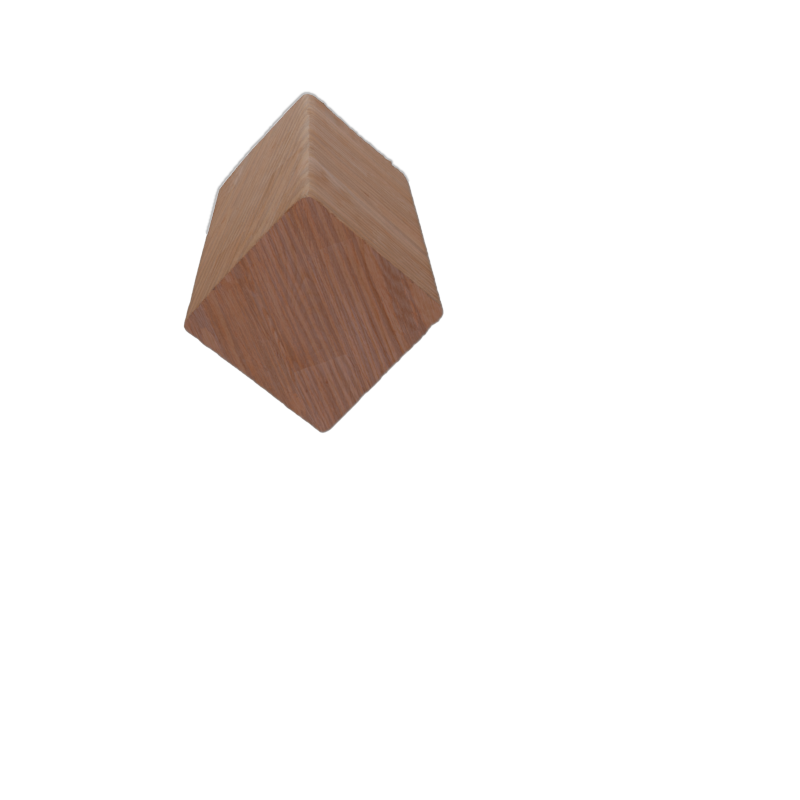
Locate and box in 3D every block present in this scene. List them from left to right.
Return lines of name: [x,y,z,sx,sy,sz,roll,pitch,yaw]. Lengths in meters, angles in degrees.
block: [-0.048,-0.088,0.610,0.087,0.089,0.217,39,18,-20]
